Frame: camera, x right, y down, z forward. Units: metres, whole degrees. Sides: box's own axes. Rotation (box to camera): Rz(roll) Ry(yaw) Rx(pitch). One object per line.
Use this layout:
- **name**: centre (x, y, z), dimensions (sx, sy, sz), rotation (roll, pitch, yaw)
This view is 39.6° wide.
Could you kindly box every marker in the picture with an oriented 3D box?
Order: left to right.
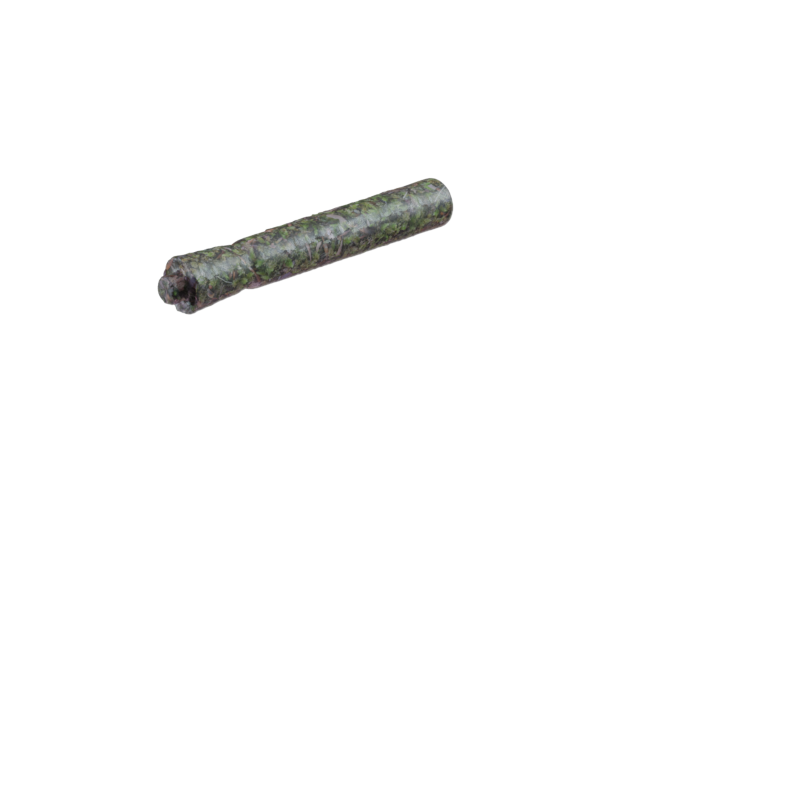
- **marker**: centre (-0.029, -0.054, 0.376), dimensions (0.120, 0.019, 0.021), rotation (-25, 19, -38)
